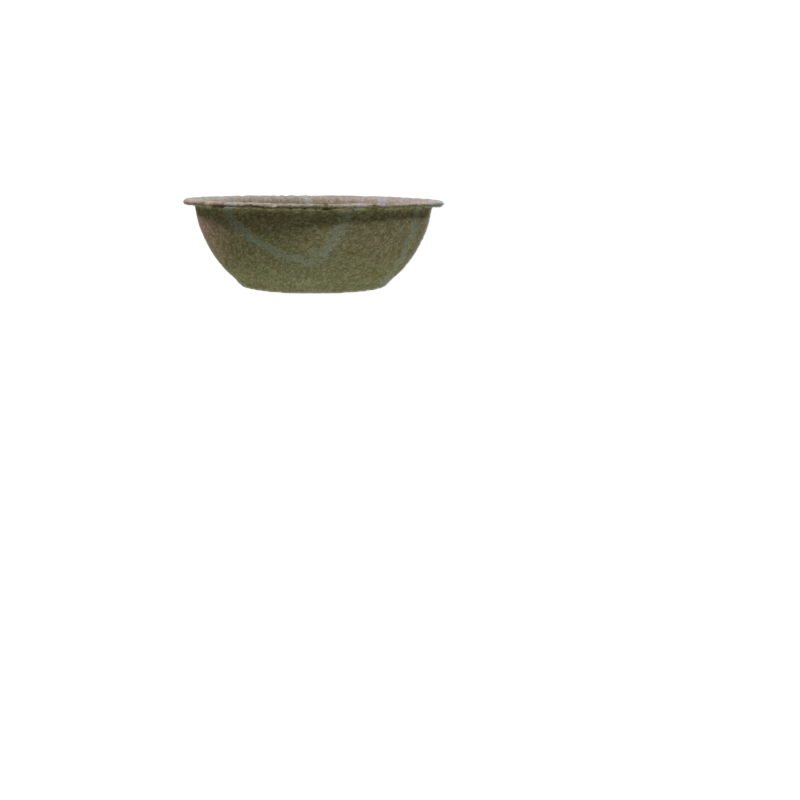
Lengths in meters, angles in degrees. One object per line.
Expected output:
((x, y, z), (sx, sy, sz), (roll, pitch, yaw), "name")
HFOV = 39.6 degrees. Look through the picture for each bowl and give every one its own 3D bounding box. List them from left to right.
((-0.054, -0.099, 0.693), (0.162, 0.054, 0.166), (0, 12, -2), "bowl")
